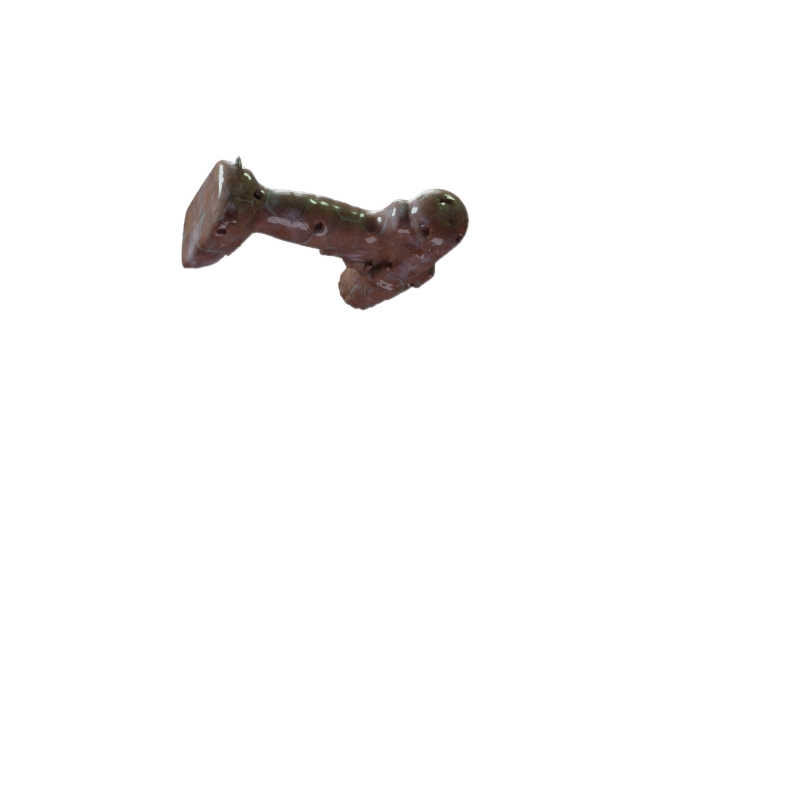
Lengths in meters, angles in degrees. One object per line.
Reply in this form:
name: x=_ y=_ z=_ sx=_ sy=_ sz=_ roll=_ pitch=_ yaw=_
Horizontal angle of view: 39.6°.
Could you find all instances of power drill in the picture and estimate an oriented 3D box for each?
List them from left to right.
power drill: x=-0.065 y=-0.119 z=0.835 sx=0.182 sy=0.060 sz=0.181 roll=6 pitch=-18 yaw=-20
